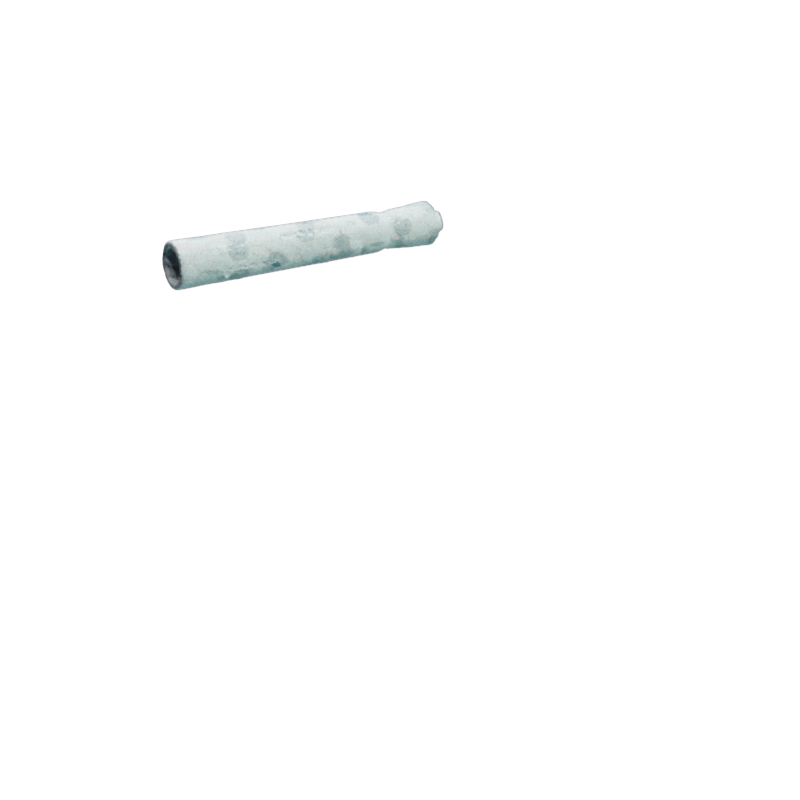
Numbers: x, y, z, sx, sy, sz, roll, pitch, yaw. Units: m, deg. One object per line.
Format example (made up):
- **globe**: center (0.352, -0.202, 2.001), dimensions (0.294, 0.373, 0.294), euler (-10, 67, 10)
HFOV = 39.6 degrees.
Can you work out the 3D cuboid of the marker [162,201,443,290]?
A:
- **marker**: center (-0.034, -0.062, 0.437), dimensions (0.118, 0.019, 0.020), euler (-14, 11, -29)
